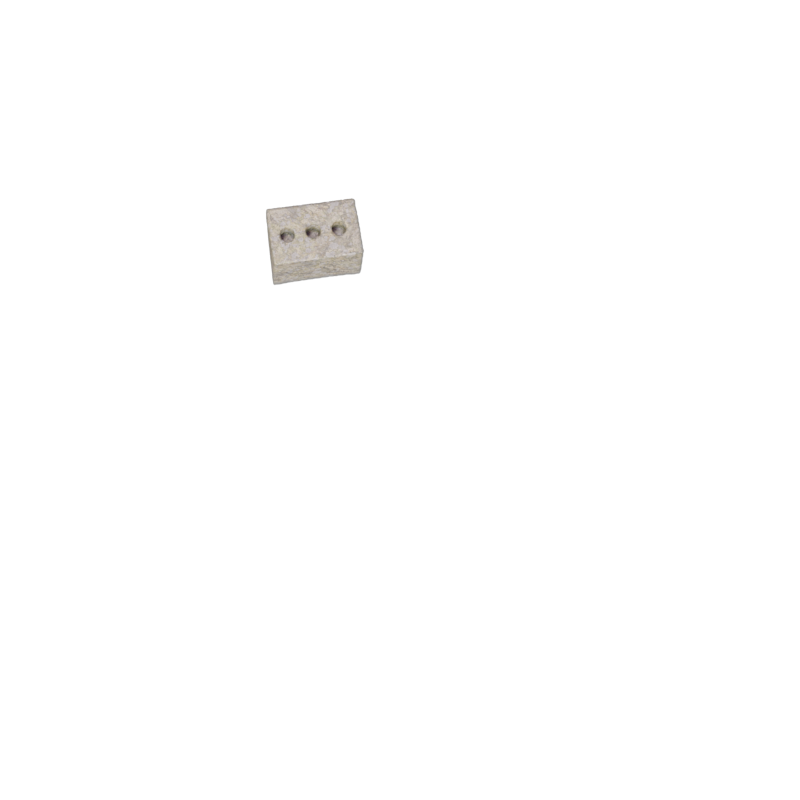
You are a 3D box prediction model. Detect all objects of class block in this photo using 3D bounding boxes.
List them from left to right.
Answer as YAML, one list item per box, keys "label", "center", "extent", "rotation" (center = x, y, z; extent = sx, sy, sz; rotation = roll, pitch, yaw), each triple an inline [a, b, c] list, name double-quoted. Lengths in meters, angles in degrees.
- label: "block"
  center: [-0.074, -0.135, 0.949]
  extent: [0.078, 0.055, 0.049]
  rotation: [-9, -17, -4]
